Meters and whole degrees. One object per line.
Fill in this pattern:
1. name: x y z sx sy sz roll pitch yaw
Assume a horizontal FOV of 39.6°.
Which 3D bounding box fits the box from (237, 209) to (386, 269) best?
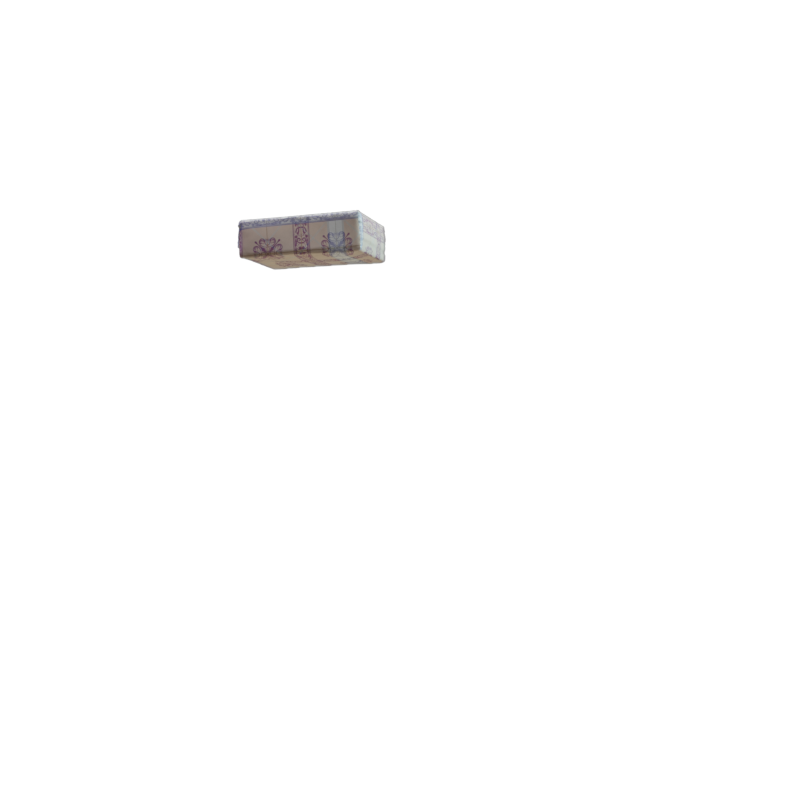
1. box: -0.078 -0.142 0.992 0.116 0.039 0.087 0 -1 16
